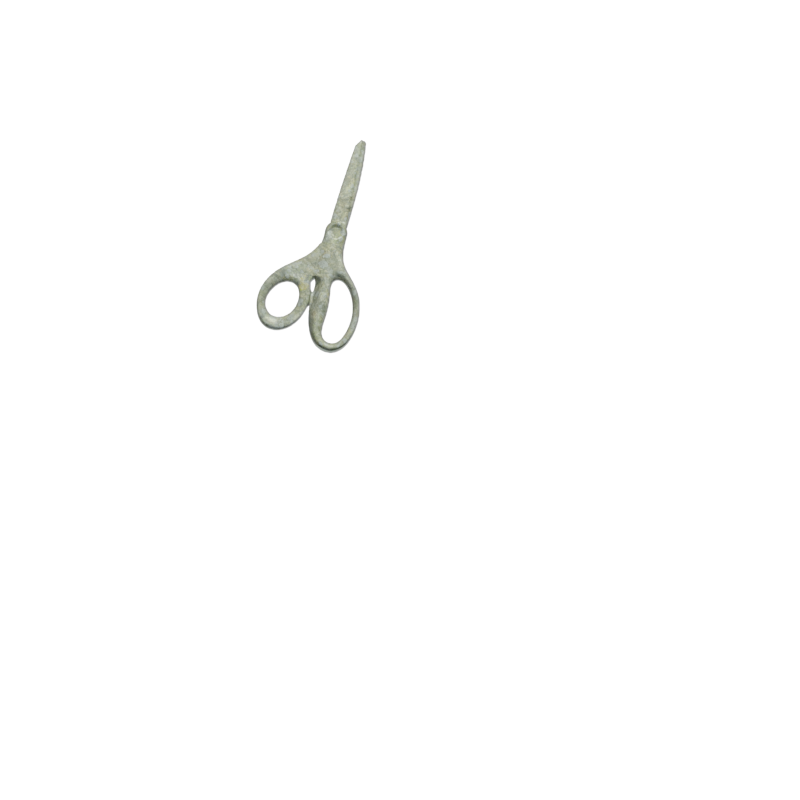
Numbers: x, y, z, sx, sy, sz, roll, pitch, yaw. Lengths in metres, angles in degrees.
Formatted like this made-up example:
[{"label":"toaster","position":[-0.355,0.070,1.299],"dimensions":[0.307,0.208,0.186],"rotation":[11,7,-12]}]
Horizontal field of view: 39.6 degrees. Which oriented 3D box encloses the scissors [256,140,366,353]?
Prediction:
[{"label":"scissors","position":[-0.075,-0.137,0.962],"dimensions":[0.096,0.213,0.015],"rotation":[-2,-24,-1]}]
